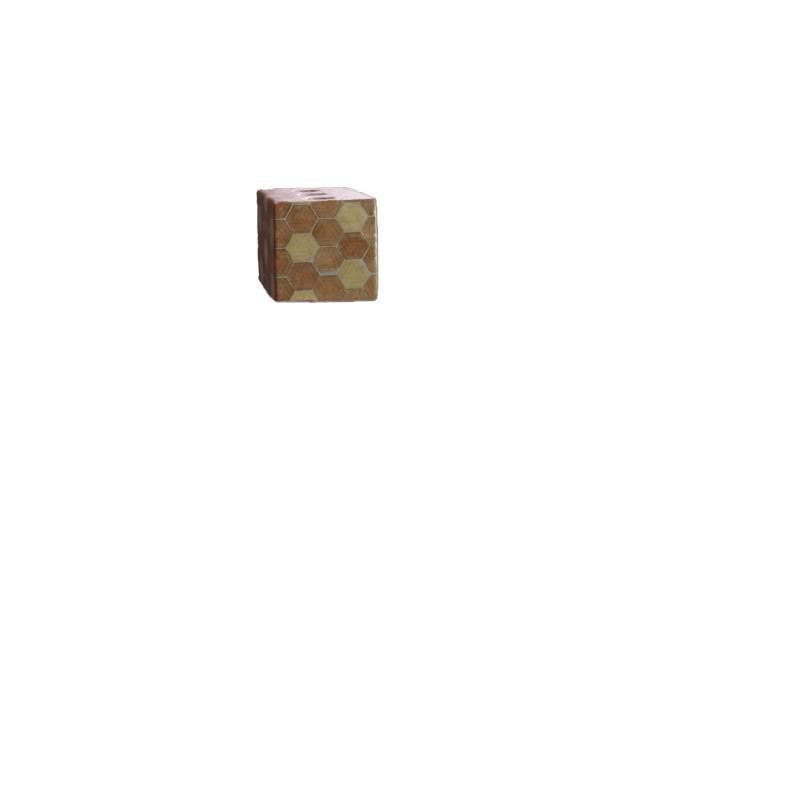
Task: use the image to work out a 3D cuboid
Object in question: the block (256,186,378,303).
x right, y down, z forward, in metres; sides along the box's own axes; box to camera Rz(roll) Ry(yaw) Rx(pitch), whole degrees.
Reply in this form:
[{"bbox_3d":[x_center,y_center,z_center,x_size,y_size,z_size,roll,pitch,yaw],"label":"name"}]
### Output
[{"bbox_3d":[-0.045,-0.082,0.575,0.052,0.050,0.081,-2,13,-13],"label":"block"}]
